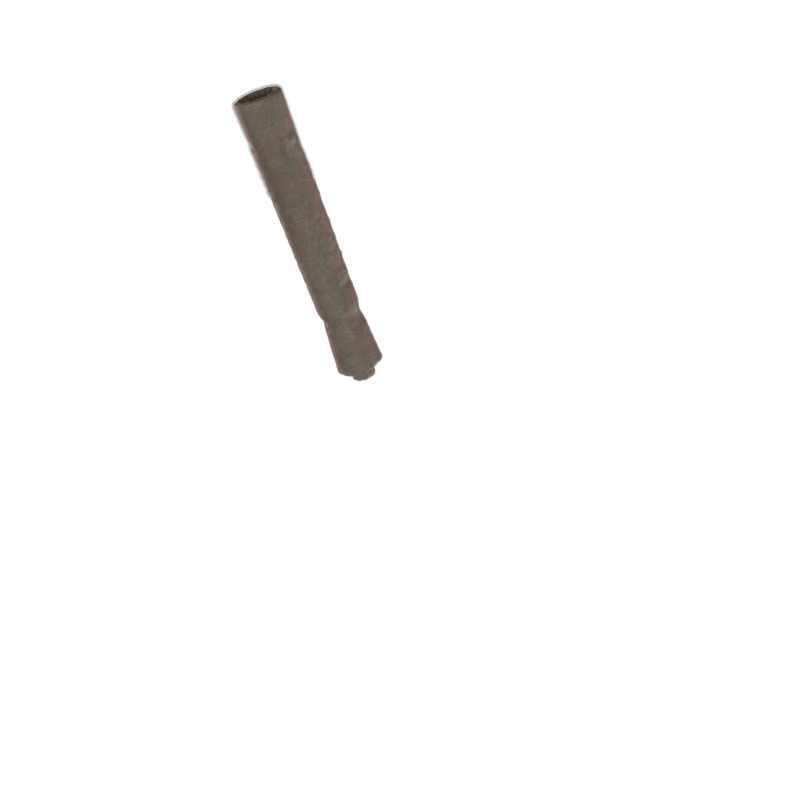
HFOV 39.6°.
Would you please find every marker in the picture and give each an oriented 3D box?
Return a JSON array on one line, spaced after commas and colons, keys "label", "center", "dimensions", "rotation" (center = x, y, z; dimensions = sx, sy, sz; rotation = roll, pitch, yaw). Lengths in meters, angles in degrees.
[{"label": "marker", "center": [-0.033, -0.060, 0.421], "dimensions": [0.020, 0.115, 0.021], "rotation": [-18, 21, 6]}]
